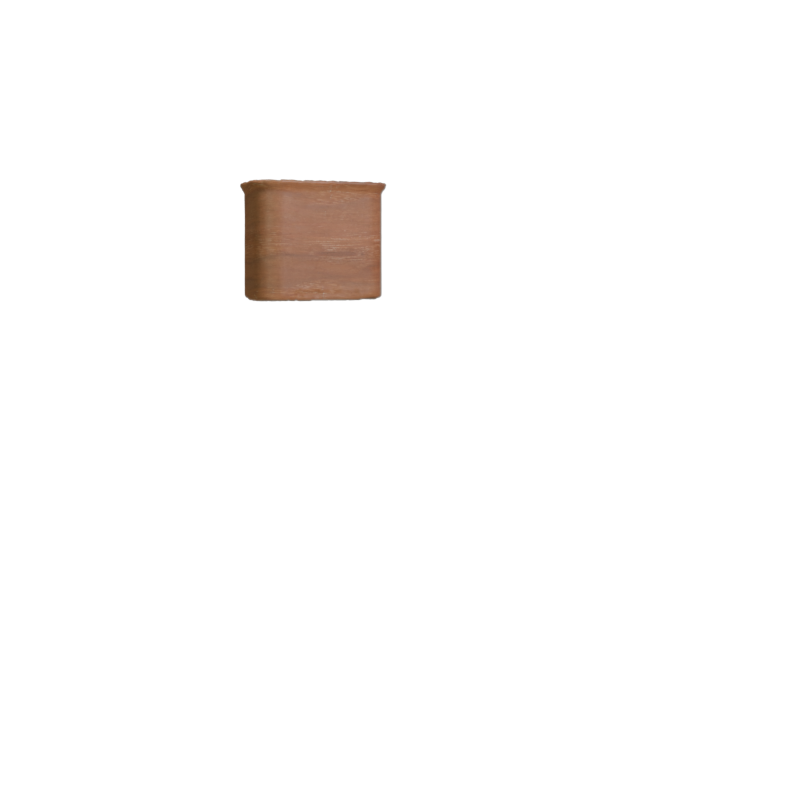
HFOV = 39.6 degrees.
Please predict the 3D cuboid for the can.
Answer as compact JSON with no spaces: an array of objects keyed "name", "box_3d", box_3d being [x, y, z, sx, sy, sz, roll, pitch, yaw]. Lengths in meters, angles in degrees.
[{"name":"can","box_3d":[-0.062,-0.113,0.792,0.099,0.084,0.059,-1,1,-22]}]
